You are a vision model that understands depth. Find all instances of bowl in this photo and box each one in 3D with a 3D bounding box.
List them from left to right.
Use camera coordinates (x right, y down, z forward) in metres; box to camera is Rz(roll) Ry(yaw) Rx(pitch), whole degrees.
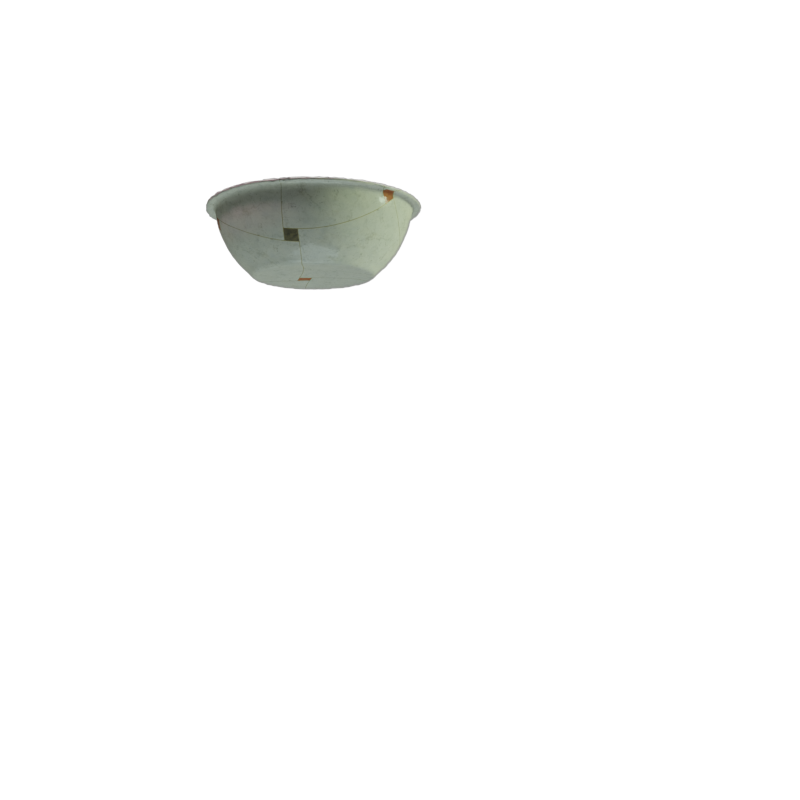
[{"bbox_3d":[-0.065,-0.118,0.827,0.162,0.057,0.158,0,-7,-2],"label":"bowl"}]
